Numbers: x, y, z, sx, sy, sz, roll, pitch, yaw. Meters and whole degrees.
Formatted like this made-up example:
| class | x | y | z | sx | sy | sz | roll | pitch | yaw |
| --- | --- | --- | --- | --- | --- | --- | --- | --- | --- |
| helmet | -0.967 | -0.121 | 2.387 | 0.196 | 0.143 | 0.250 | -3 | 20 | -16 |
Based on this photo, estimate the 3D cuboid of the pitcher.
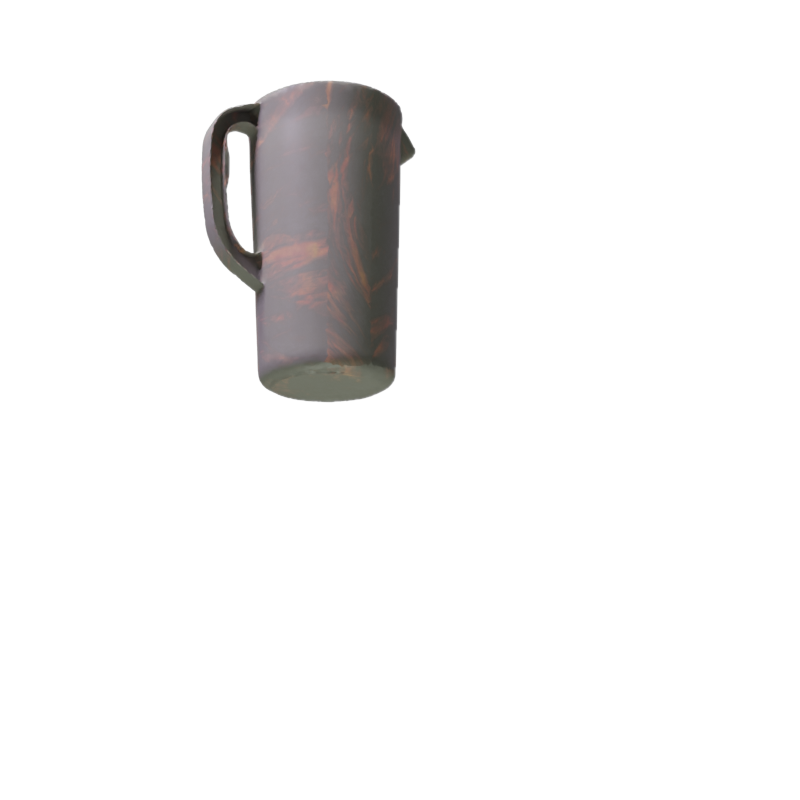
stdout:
| class | x | y | z | sx | sy | sz | roll | pitch | yaw |
| --- | --- | --- | --- | --- | --- | --- | --- | --- | --- |
| pitcher | -0.071 | -0.129 | 0.903 | 0.152 | 0.255 | 0.136 | -7 | -21 | 17 |
